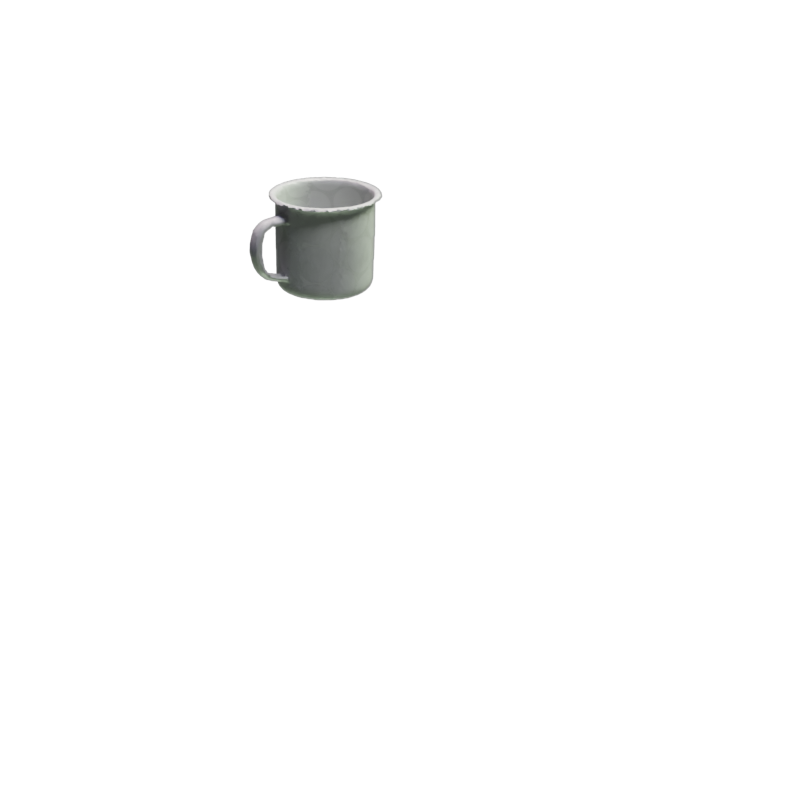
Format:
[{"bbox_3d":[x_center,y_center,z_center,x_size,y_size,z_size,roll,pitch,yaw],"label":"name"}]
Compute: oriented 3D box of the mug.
[{"bbox_3d":[-0.072,-0.131,0.914,0.115,0.078,0.099,-18,30,-35],"label":"mug"}]
